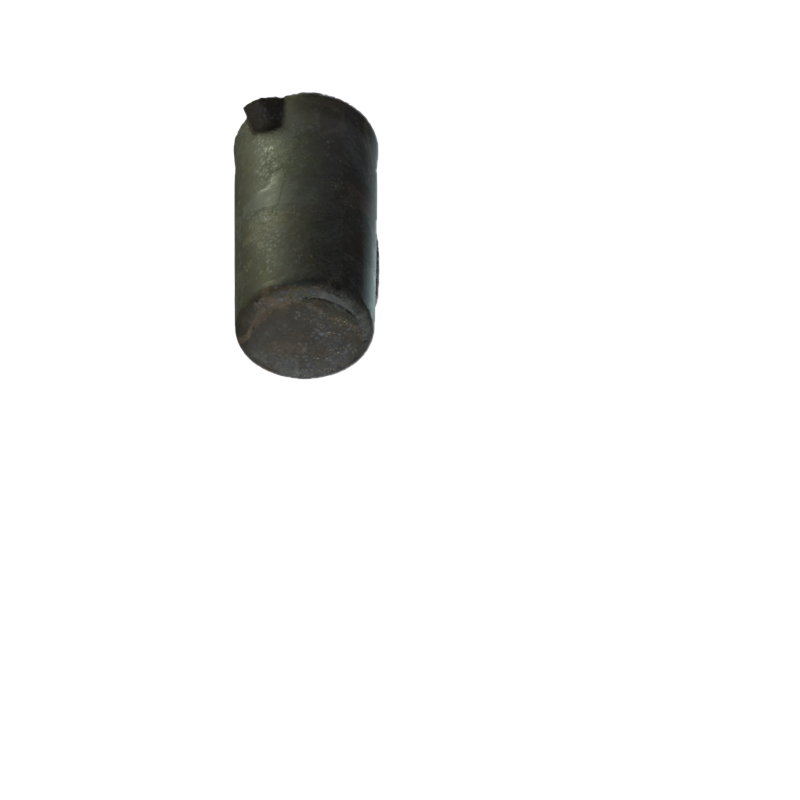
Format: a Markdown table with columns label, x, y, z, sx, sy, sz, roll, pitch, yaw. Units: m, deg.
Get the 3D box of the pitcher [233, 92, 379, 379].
| label | x | y | z | sx | sy | sz | roll | pitch | yaw |
| --- | --- | --- | --- | --- | --- | --- | --- | --- | --- |
| pitcher | -0.074 | -0.134 | 0.940 | 0.147 | 0.261 | 0.137 | 7 | -45 | -11 |
